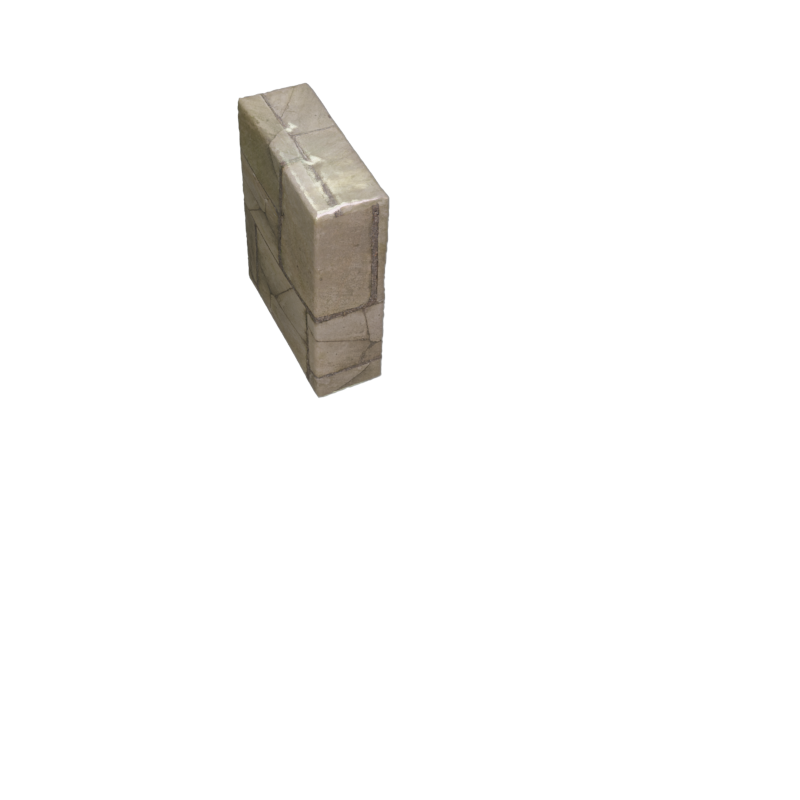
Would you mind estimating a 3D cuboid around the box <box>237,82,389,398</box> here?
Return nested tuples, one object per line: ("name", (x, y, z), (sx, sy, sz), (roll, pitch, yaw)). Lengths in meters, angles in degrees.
("box", (-0.073, -0.134, 0.938), (0.071, 0.178, 0.199), (-17, -39, -18))
